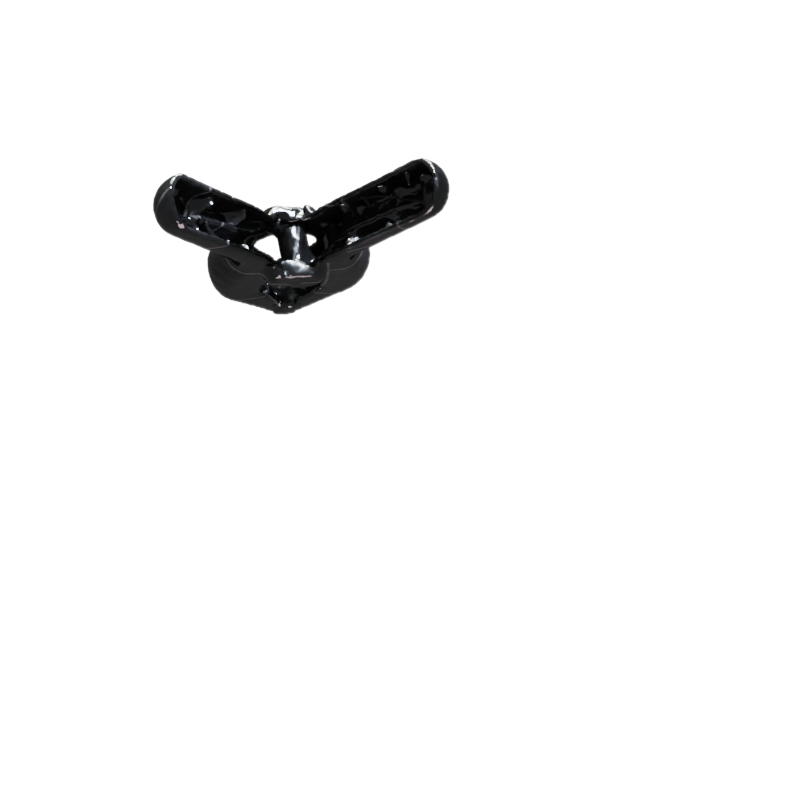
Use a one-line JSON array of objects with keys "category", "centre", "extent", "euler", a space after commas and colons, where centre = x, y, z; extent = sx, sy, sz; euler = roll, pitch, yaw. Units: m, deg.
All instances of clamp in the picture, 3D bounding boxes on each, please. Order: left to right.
[{"category": "clamp", "centre": [-0.040, -0.074, 0.516], "extent": [0.120, 0.040, 0.167], "euler": [0, -6, 1]}]
